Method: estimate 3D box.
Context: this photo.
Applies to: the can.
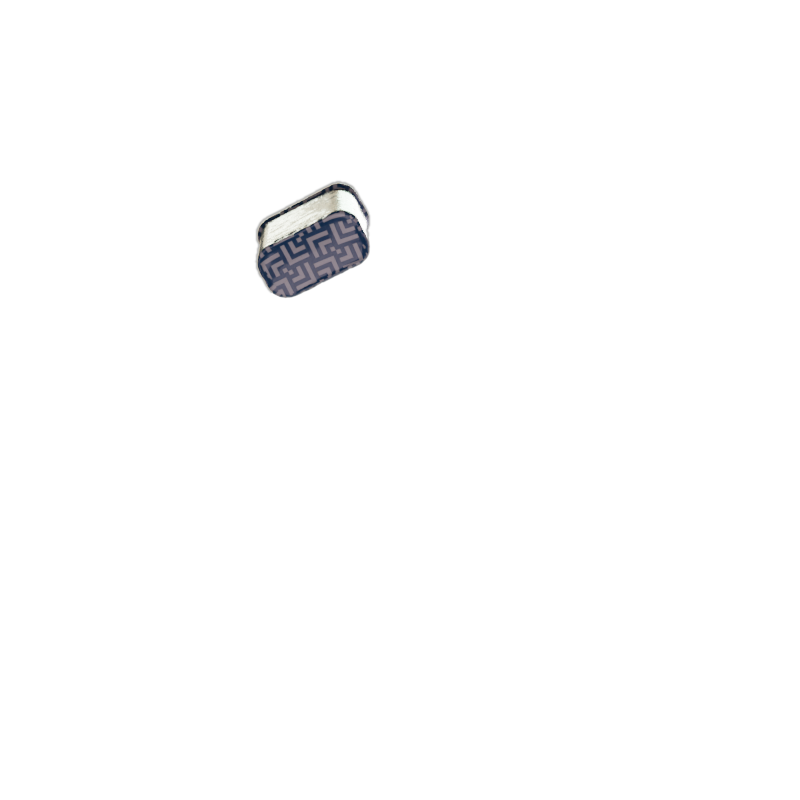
[{"bbox_3d":[-0.077,-0.139,0.976,0.102,0.055,0.088,-26,22,8],"label":"can"}]
